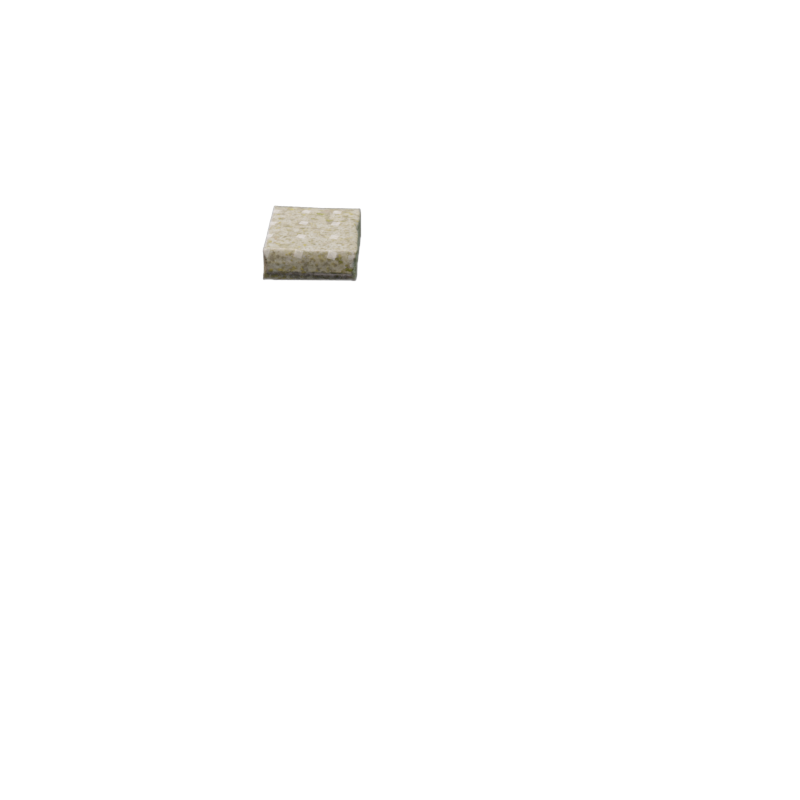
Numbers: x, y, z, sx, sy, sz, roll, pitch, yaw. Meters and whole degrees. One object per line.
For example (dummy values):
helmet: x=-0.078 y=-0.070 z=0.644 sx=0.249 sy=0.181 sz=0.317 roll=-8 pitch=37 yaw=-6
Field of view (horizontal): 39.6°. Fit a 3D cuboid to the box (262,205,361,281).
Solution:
box: x=-0.069 y=-0.126 z=0.882 sx=0.073 sy=0.028 sz=0.094 roll=1 pitch=30 yaw=2
